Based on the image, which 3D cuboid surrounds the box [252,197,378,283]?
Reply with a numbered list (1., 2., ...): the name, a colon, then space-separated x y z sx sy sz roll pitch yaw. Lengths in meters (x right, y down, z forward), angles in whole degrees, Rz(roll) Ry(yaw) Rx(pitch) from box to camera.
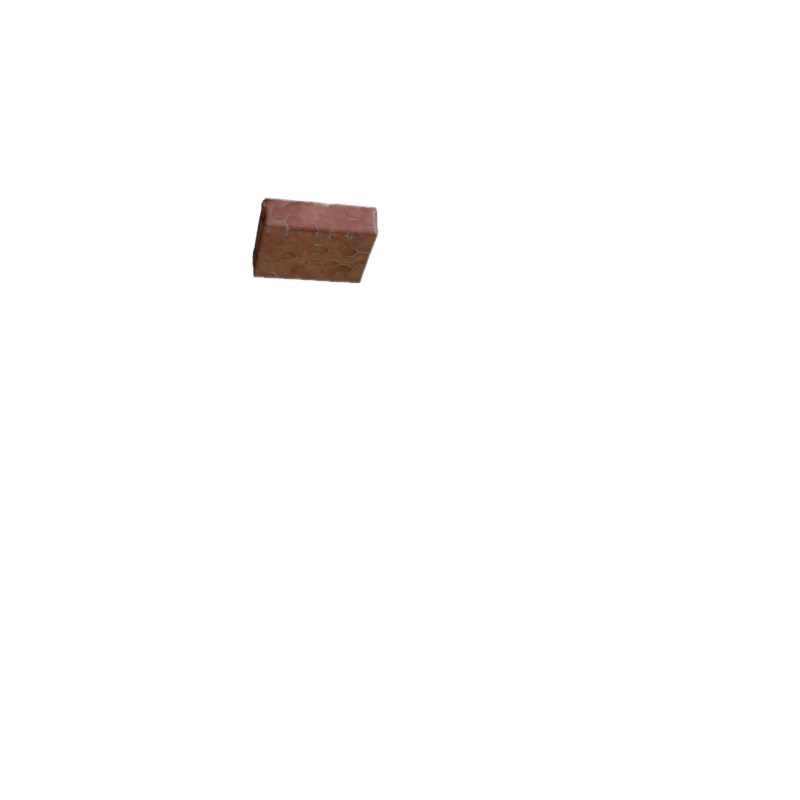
1. box: -0.067 -0.123 0.858 0.088 0.032 0.070 4 -28 -9
